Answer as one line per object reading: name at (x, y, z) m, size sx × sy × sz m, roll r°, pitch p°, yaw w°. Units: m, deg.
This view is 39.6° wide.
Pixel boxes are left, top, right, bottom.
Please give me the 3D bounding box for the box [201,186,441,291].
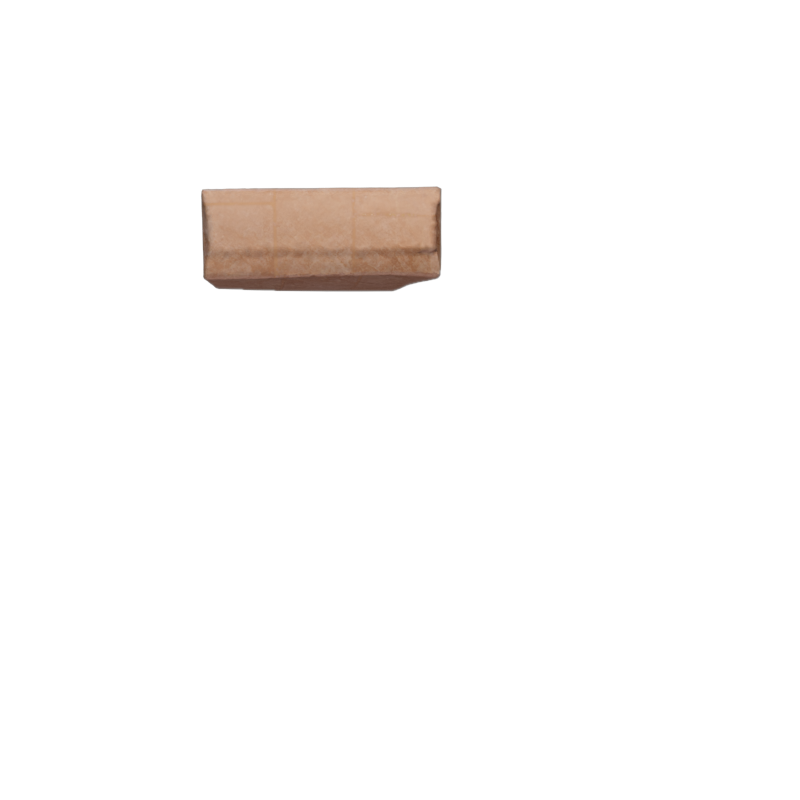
box at (-0.036, -0.066, 0.459) m, size 0.089 × 0.039 × 0.114 m, roll 0°, pitch 2°, yaw -7°
